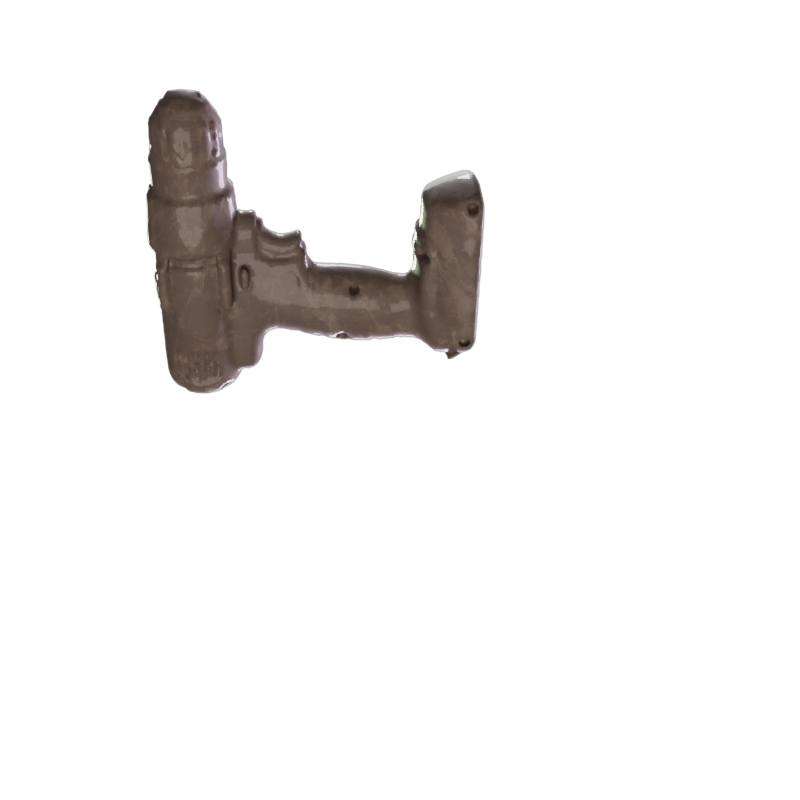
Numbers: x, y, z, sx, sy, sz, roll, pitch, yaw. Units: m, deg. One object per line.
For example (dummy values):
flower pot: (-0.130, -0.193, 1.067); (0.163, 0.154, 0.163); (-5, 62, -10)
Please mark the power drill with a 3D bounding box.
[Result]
power drill: (-0.049, -0.090, 0.632); (0.187, 0.173, 0.061); (0, 31, 0)
